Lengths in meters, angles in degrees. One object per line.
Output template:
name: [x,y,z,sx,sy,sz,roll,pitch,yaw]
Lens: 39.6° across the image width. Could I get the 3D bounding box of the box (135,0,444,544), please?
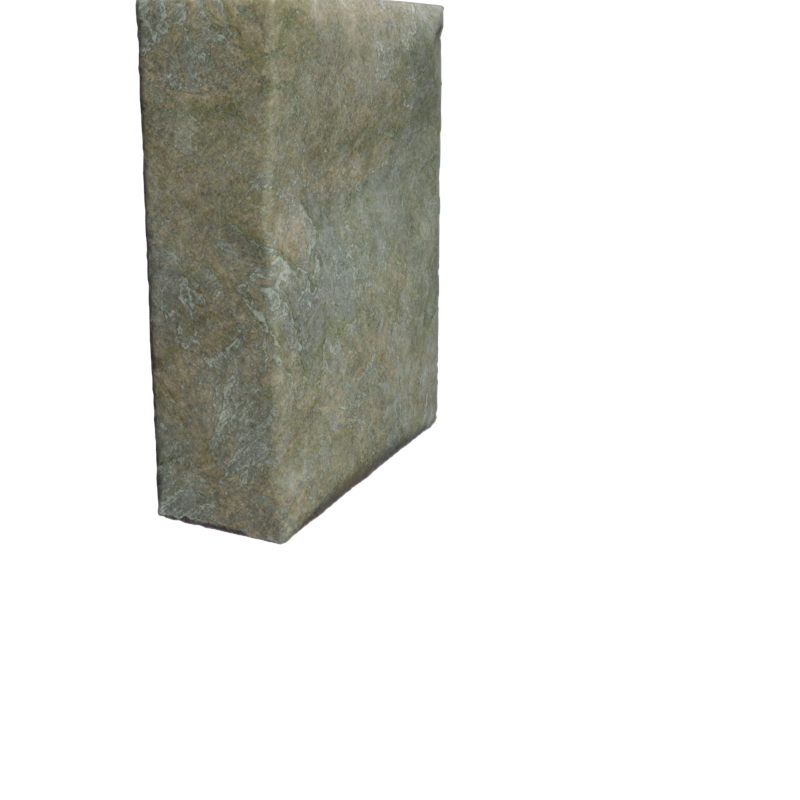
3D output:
box: [-0.039,-0.071,0.494,0.074,0.208,0.163,6,14,25]
